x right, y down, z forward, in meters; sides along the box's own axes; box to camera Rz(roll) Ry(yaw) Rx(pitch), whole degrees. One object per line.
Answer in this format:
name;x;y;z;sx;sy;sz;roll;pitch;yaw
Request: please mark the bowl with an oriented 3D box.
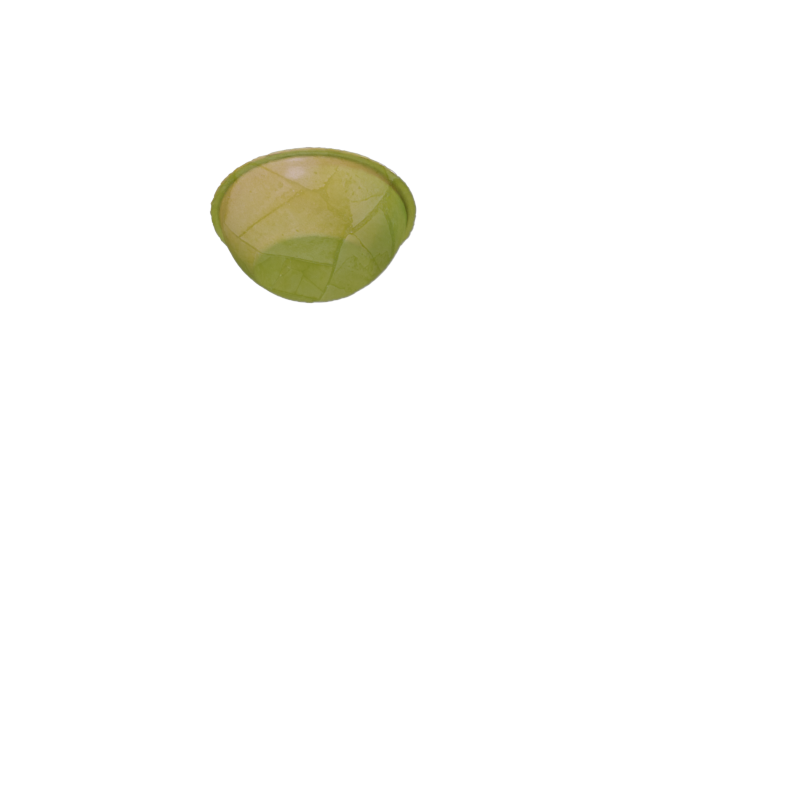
bowl;-0.067;-0.122;0.856;0.162;0.059;0.152;1;-31;-2
